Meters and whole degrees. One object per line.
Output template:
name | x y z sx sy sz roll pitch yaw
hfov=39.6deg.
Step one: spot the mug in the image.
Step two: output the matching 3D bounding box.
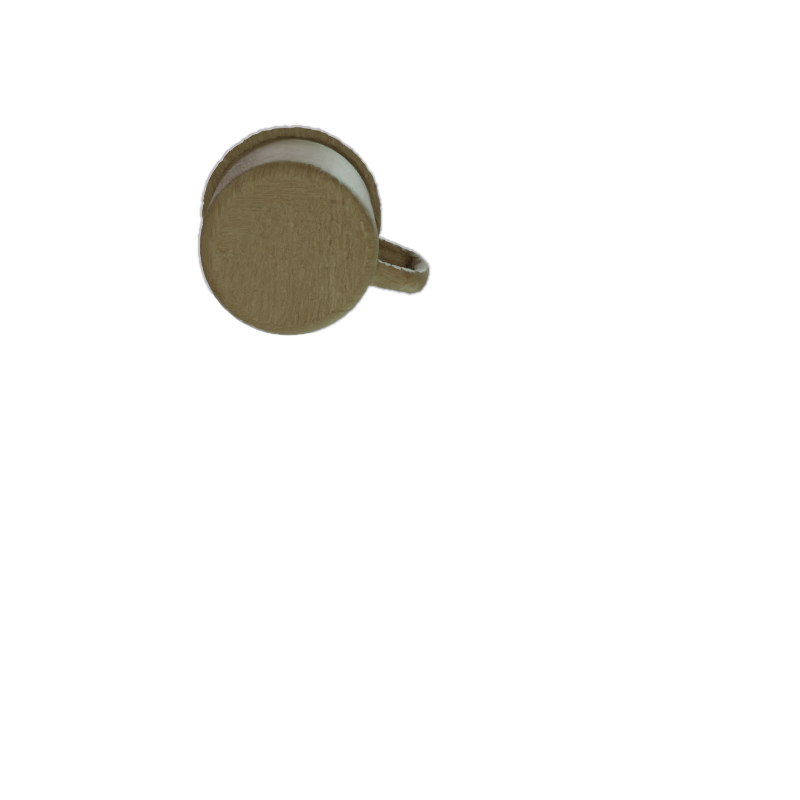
mug | -0.042 -0.076 0.533 0.116 0.091 0.085 21 15 -7
